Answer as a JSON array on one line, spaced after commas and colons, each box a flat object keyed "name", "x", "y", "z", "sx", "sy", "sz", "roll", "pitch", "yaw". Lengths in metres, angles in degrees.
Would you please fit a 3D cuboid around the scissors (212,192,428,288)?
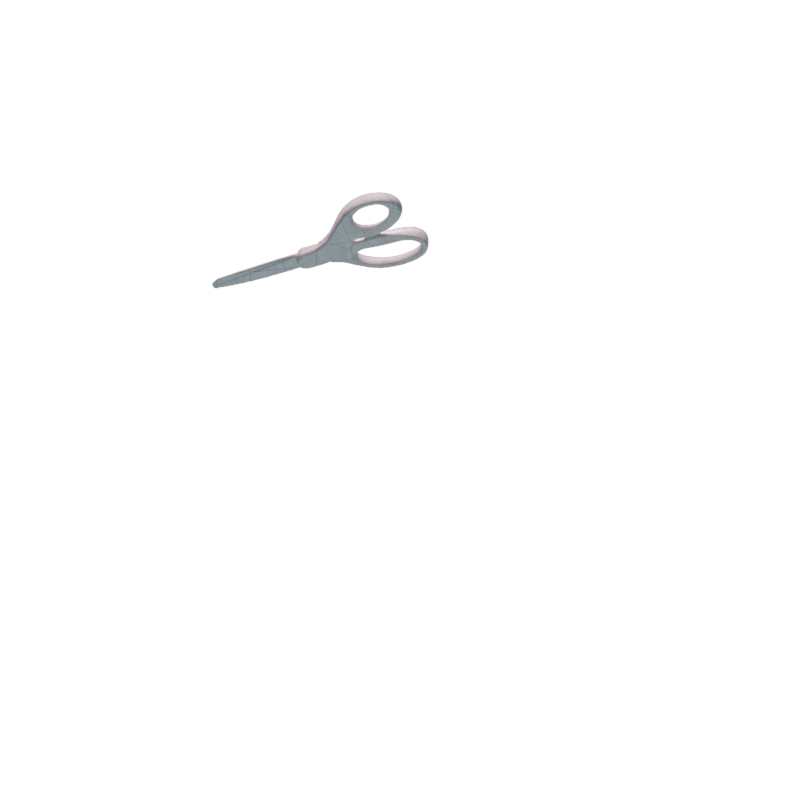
[{"name": "scissors", "x": -0.077, "y": -0.140, "z": 0.982, "sx": 0.203, "sy": 0.017, "sz": 0.089, "roll": -5, "pitch": -39, "yaw": 6}]
